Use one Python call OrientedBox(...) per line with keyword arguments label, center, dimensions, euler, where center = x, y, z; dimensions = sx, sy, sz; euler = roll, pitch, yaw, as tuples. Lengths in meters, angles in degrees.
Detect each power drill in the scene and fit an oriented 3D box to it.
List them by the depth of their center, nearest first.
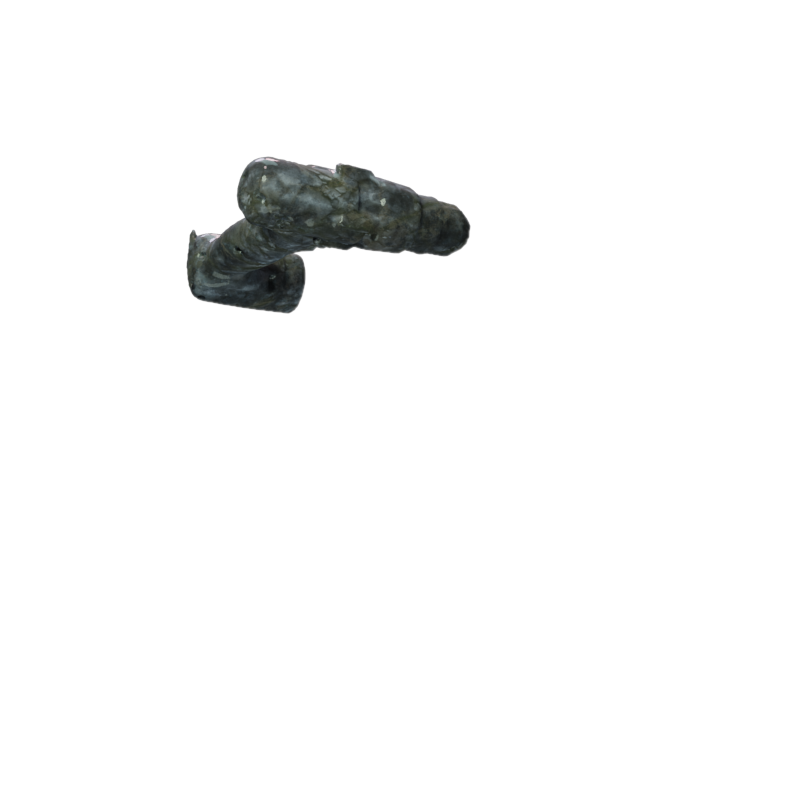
OrientedBox(label="power drill", center=(-0.066, -0.120, 0.843), dimensions=(0.176, 0.060, 0.187), euler=(11, -21, -30))
